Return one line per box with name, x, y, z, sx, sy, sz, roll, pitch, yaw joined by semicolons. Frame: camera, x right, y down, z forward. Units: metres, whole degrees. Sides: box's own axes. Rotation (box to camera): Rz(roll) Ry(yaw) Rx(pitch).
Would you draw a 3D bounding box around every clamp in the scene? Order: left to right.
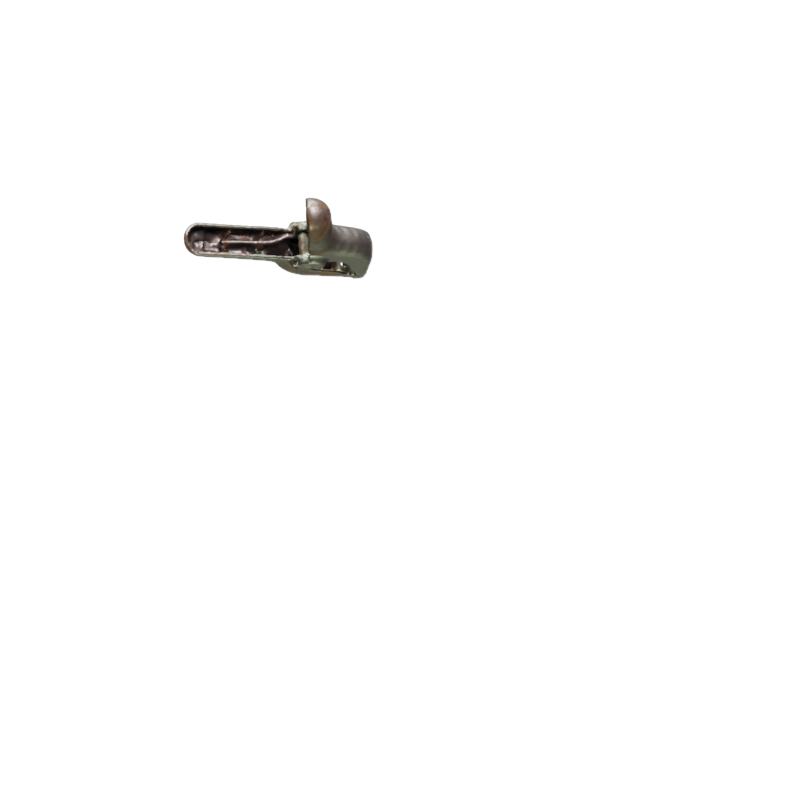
clamp;-0.066;-0.121;0.847;0.124;0.040;0.164;-1;-1;38
